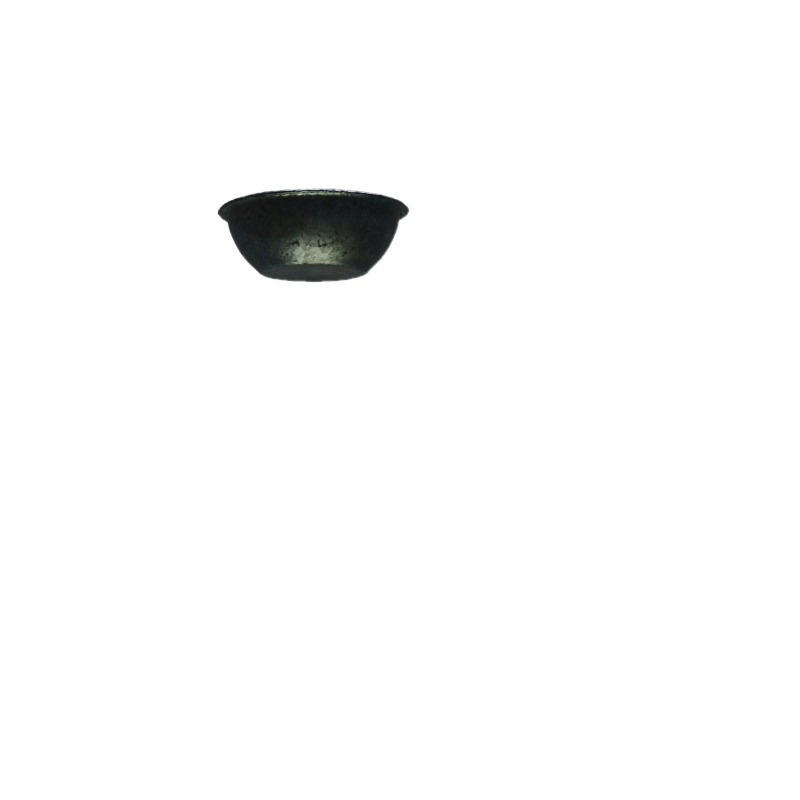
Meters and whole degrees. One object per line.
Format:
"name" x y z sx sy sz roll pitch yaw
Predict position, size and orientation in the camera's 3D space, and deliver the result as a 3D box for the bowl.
"bowl" -0.073 -0.133 0.935 0.162 0.056 0.159 0 -4 -2
